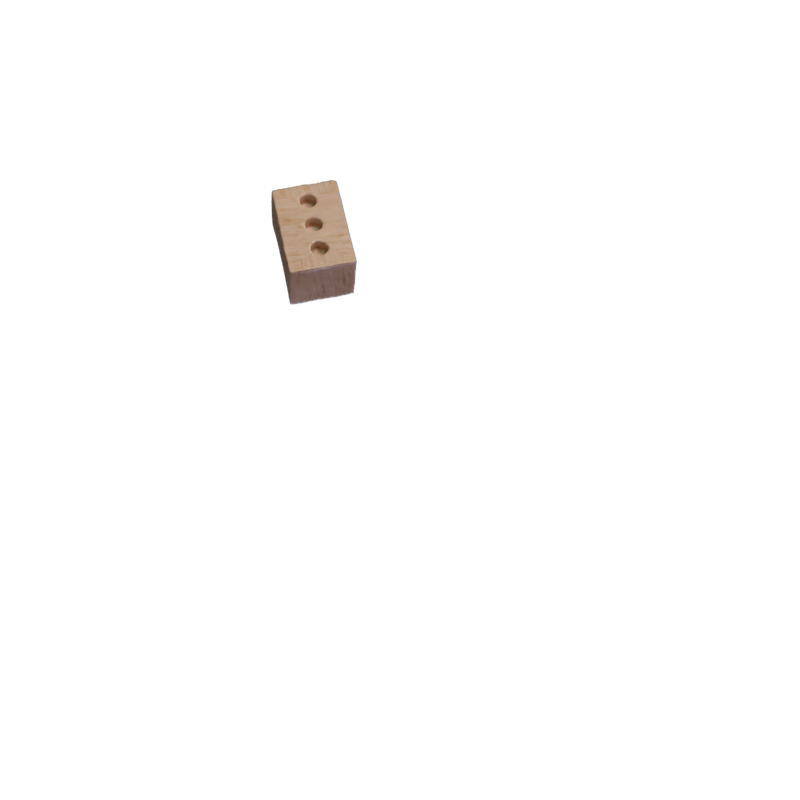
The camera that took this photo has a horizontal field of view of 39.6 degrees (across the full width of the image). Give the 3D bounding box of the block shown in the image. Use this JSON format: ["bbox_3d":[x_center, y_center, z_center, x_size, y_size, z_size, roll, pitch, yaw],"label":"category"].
[{"bbox_3d":[-0.067,-0.122,0.851,0.052,0.083,0.048,-11,-29,-8],"label":"block"}]
